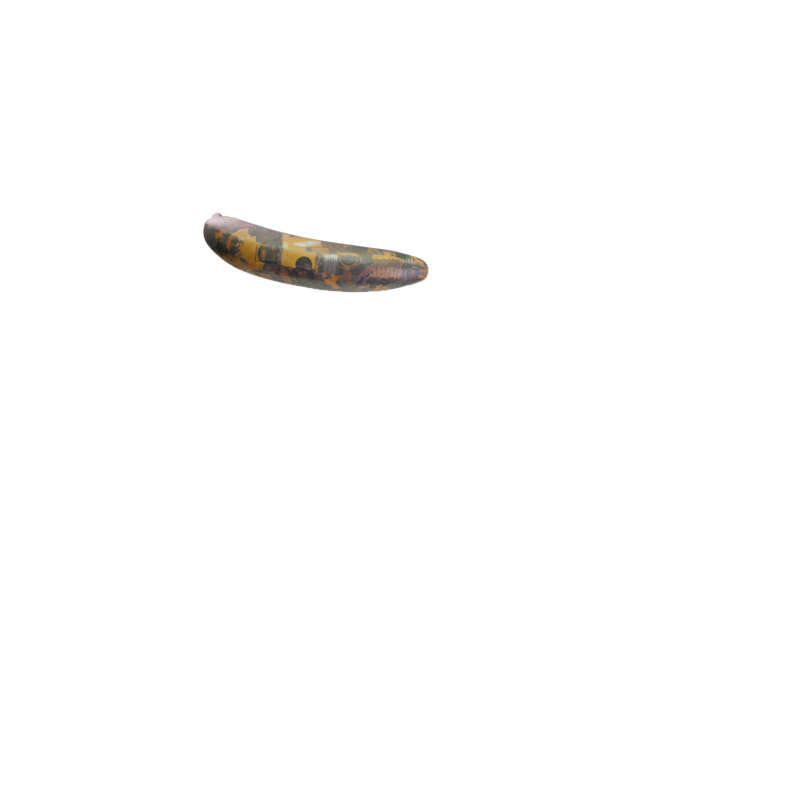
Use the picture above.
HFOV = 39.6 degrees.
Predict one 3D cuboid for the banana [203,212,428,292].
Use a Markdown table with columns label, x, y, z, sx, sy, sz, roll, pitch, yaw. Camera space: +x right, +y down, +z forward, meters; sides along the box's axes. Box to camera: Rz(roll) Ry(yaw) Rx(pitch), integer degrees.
| label | x | y | z | sx | sy | sz | roll | pitch | yaw |
| --- | --- | --- | --- | --- | --- | --- | --- | --- | --- |
| banana | -0.079 | -0.115 | 0.857 | 0.206 | 0.034 | 0.071 | 18 | 39 | 23 |
